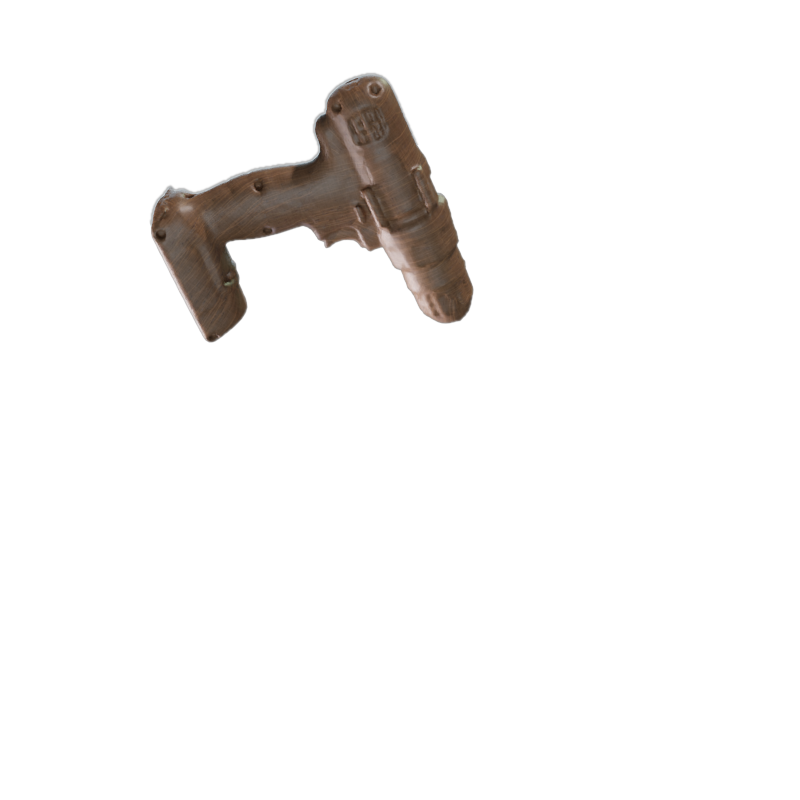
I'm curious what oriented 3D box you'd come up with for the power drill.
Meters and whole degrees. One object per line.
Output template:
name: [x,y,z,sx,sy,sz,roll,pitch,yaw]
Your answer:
power drill: [-0.059,-0.107,0.751,0.188,0.175,0.060,-21,21,8]
